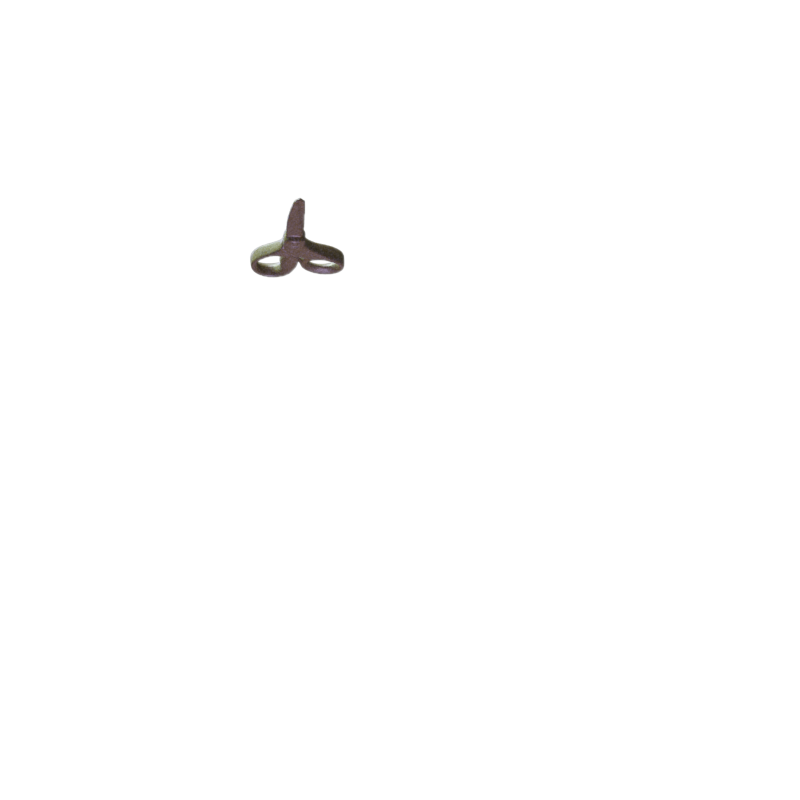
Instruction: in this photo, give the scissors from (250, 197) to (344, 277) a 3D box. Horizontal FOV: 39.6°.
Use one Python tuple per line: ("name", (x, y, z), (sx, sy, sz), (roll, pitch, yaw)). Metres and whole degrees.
("scissors", (-0.076, -0.139, 0.973), (0.093, 0.016, 0.201), (4, -10, -22))
